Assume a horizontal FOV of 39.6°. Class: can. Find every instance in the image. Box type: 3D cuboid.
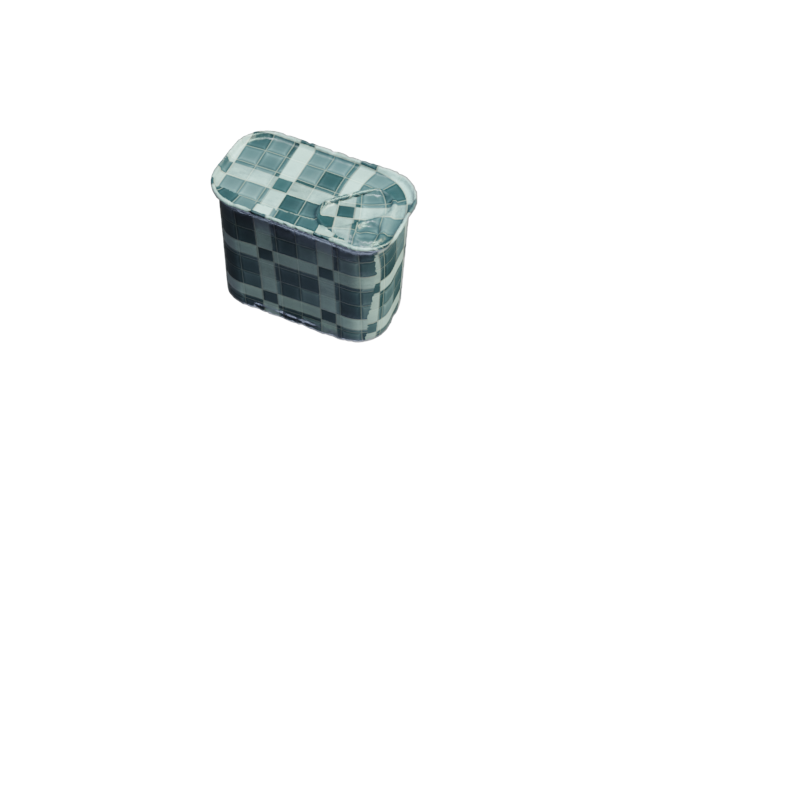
[{"bbox_3d":[-0.046,-0.084,0.585,0.105,0.060,0.078,21,-36,14],"label":"can"}]
